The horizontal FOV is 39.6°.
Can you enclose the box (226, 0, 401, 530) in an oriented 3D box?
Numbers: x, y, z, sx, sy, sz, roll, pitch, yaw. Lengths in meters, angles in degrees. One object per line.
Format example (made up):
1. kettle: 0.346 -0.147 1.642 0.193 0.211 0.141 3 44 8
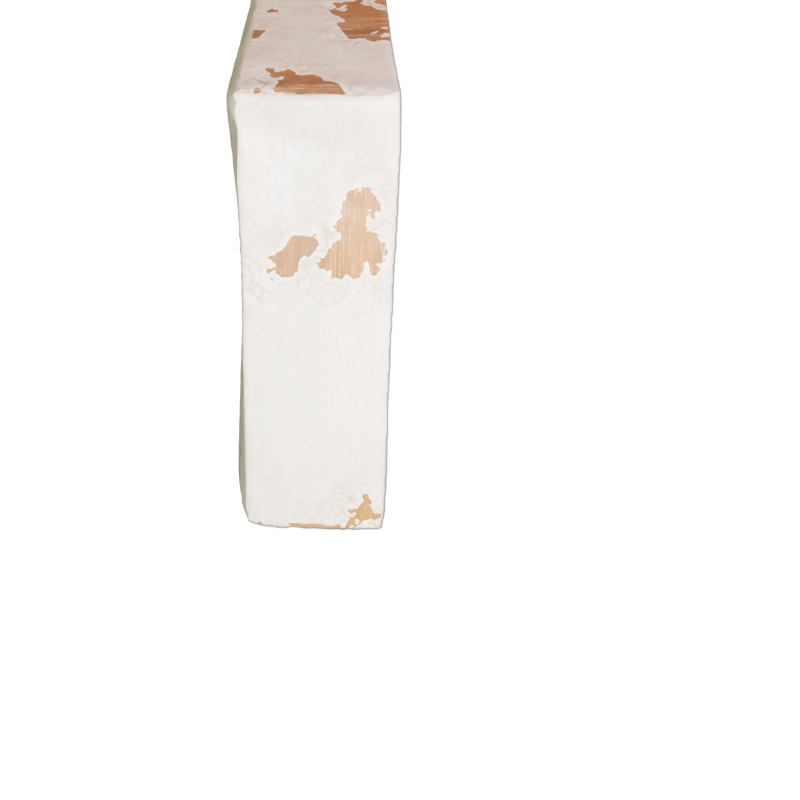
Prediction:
1. box: -0.041 -0.075 0.522 0.072 0.201 0.175 0 32 -3
